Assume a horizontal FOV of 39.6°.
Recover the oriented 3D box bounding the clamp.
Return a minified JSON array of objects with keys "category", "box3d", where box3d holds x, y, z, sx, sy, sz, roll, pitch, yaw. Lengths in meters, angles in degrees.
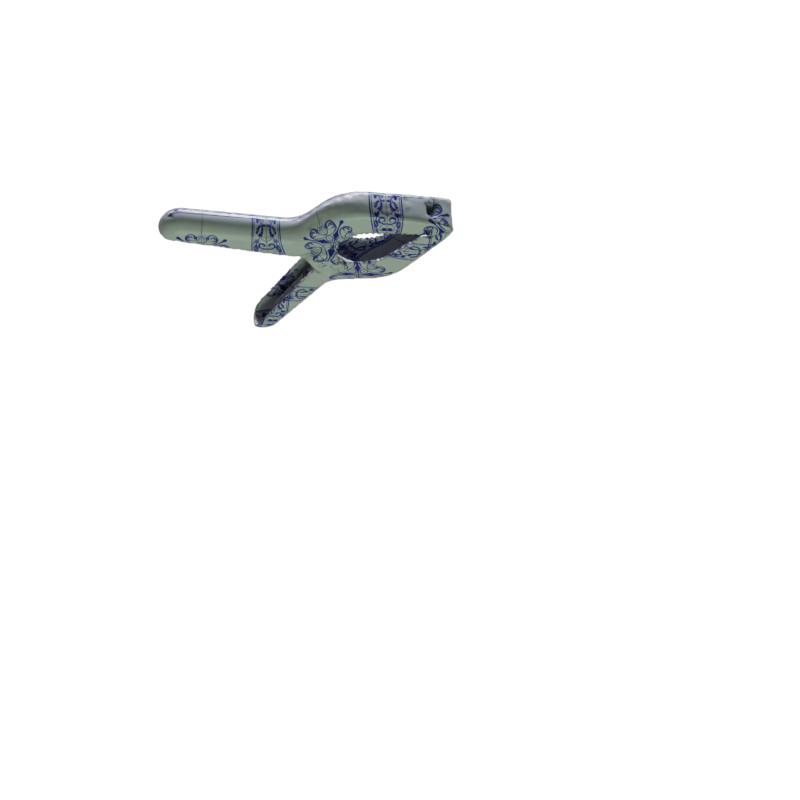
[{"category":"clamp","box3d":[-0.065,-0.119,0.836,0.213,0.039,0.152,-14,-30,26]}]
